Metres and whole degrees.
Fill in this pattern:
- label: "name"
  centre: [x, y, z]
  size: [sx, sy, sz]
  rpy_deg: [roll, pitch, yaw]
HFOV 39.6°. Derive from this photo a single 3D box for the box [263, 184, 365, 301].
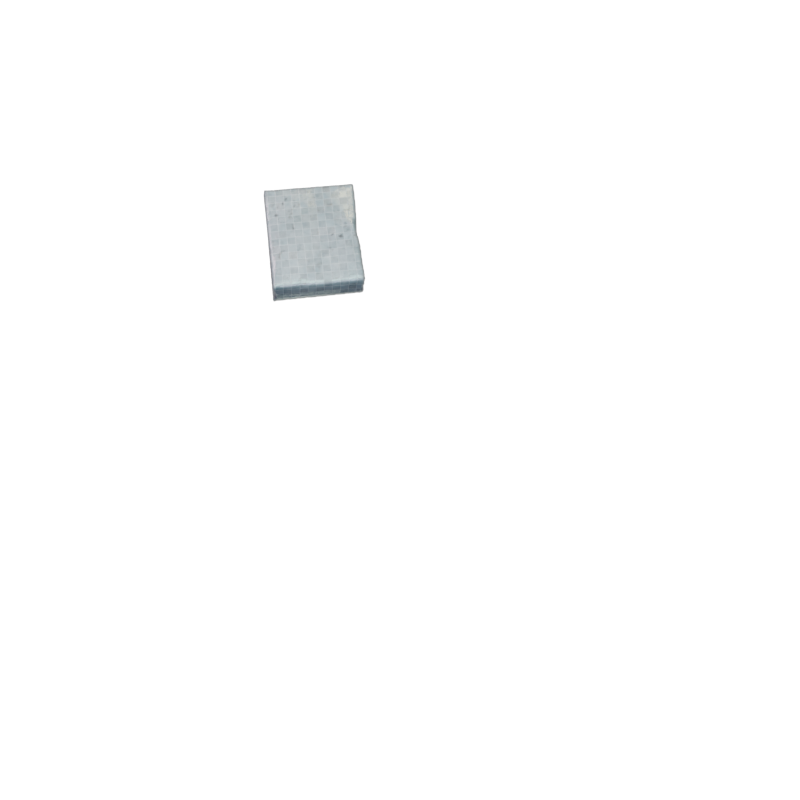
- label: "box"
  centre: [-0.069, -0.126, 0.886]
  size: [0.073, 0.095, 0.029]
  rpy_deg: [-5, -24, -3]
